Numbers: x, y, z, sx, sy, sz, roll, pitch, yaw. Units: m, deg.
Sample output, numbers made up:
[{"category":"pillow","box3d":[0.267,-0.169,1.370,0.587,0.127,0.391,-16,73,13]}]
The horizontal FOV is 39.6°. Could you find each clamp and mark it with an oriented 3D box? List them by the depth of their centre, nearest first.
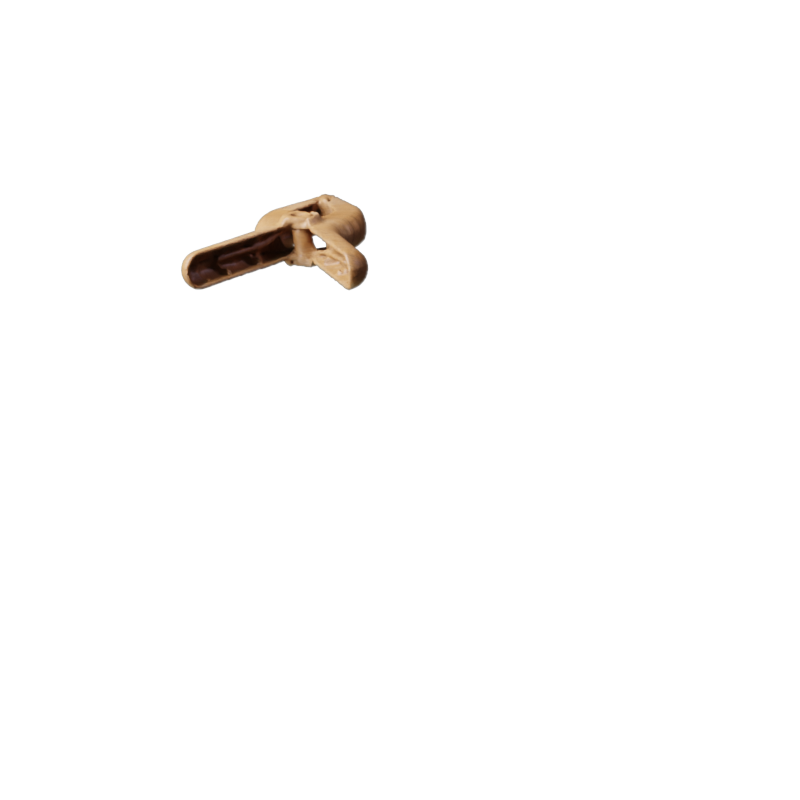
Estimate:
[{"category":"clamp","box3d":[-0.059,-0.108,0.755,0.124,0.037,0.175,9,28,18]}]
